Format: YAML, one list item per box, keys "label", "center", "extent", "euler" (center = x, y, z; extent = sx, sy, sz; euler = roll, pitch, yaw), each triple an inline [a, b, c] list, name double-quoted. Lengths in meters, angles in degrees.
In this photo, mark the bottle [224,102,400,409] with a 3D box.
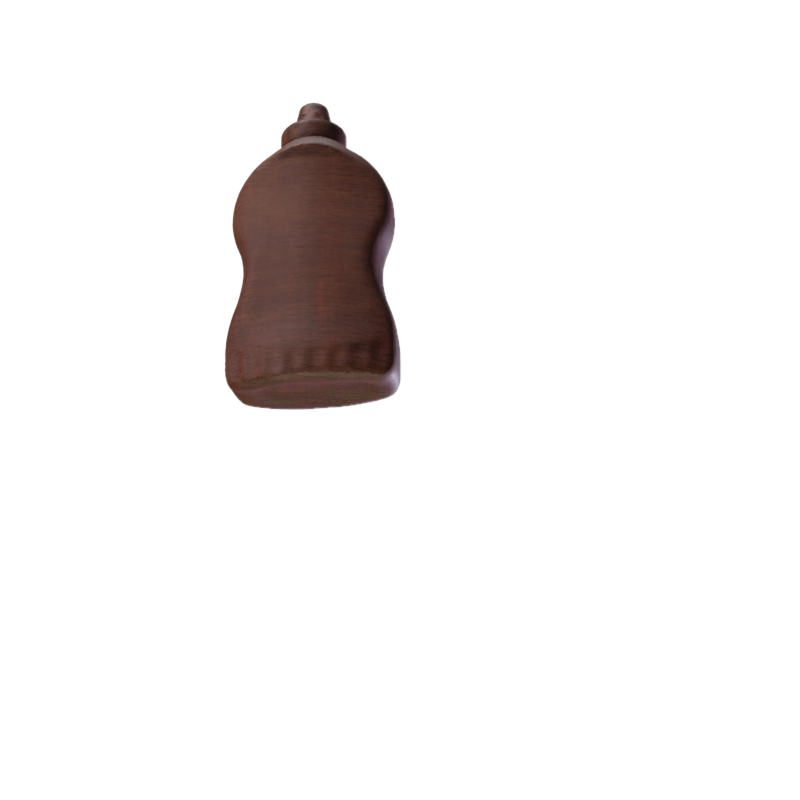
- label: "bottle"
  center: [-0.051, -0.093, 0.655]
  extent: [0.097, 0.203, 0.054]
  euler: [-6, -27, 9]
